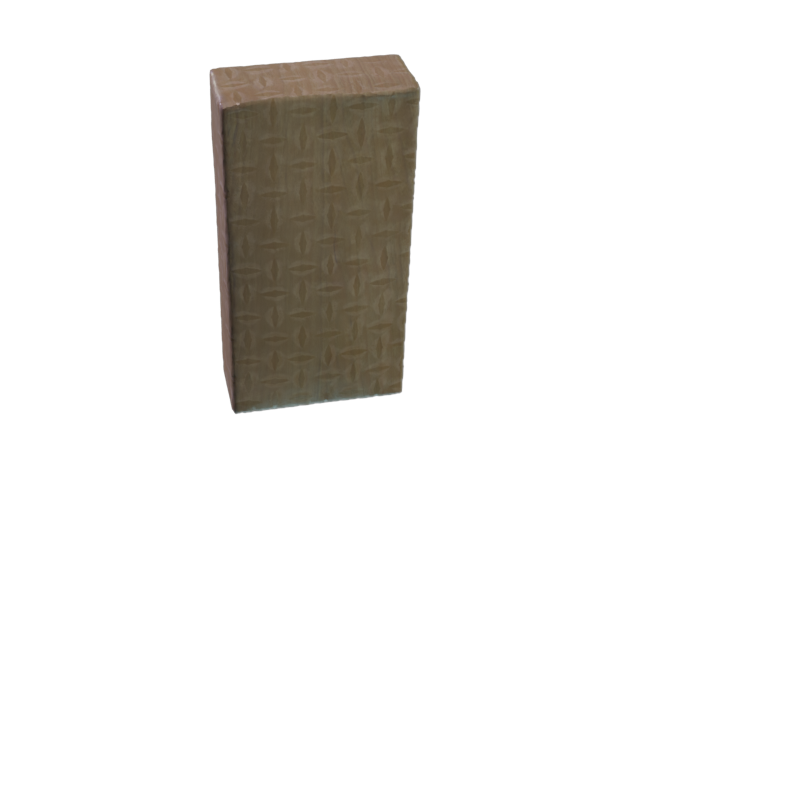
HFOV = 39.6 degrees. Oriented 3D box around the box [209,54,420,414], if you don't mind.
[{"bbox_3d":[-0.043,-0.077,0.543,0.092,0.165,0.052,-6,38,-12],"label":"box"}]
